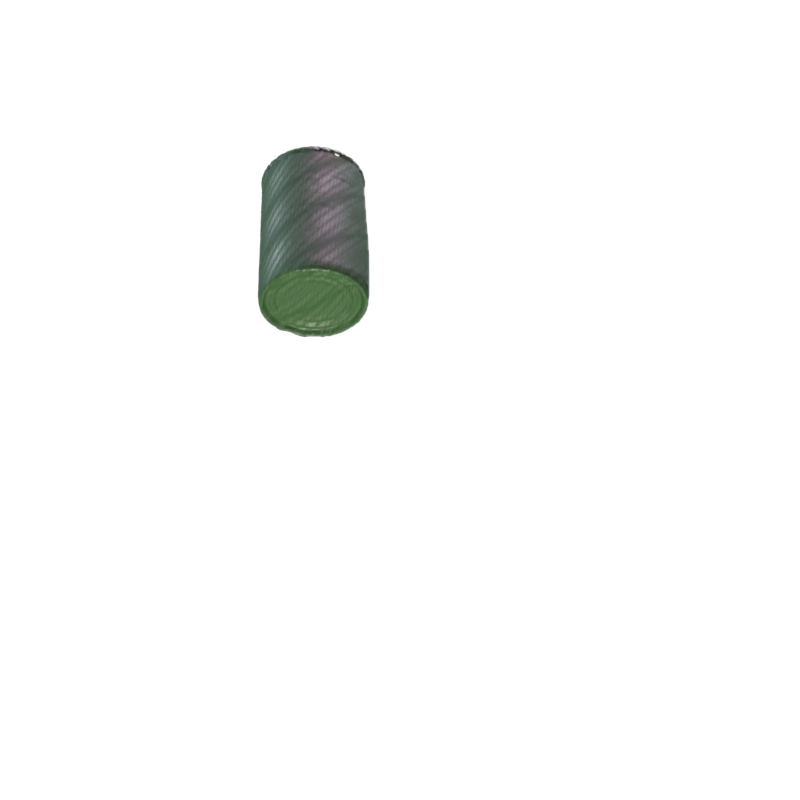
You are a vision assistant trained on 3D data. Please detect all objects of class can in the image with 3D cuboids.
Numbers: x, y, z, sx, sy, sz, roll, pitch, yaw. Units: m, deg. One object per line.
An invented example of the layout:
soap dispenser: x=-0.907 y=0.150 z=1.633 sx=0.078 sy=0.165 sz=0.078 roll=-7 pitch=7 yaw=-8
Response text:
can: x=-0.054 y=-0.098 z=0.689 sx=0.068 sy=0.110 sz=0.064 roll=-1 pitch=-38 yaw=-3
